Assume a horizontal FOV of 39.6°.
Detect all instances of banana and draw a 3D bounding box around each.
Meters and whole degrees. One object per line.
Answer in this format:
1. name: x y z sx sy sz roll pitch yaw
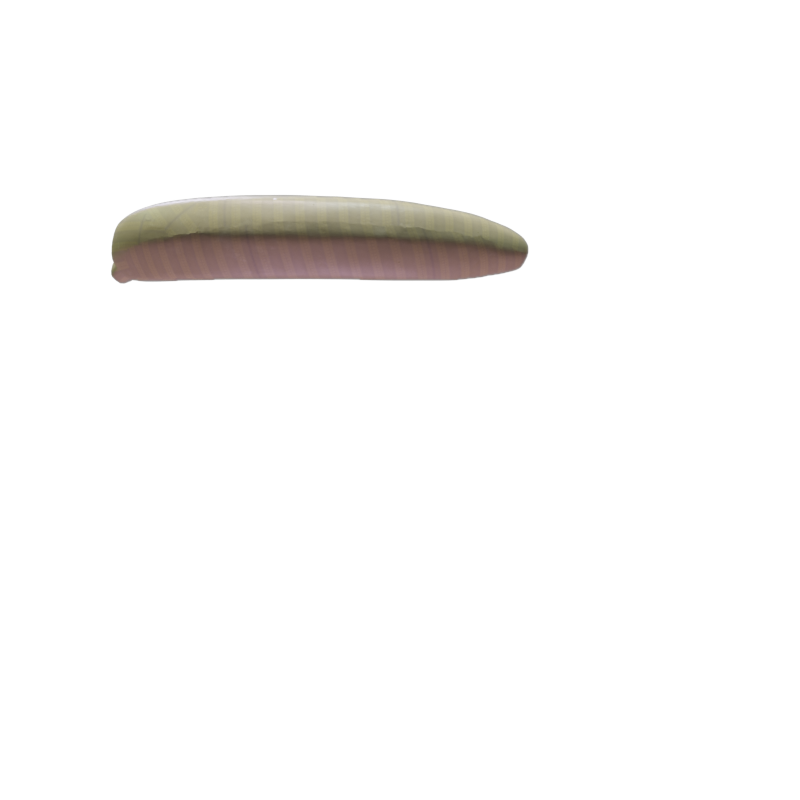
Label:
1. banana: -0.046 -0.070 0.484 0.201 0.037 0.068 1 3 13
